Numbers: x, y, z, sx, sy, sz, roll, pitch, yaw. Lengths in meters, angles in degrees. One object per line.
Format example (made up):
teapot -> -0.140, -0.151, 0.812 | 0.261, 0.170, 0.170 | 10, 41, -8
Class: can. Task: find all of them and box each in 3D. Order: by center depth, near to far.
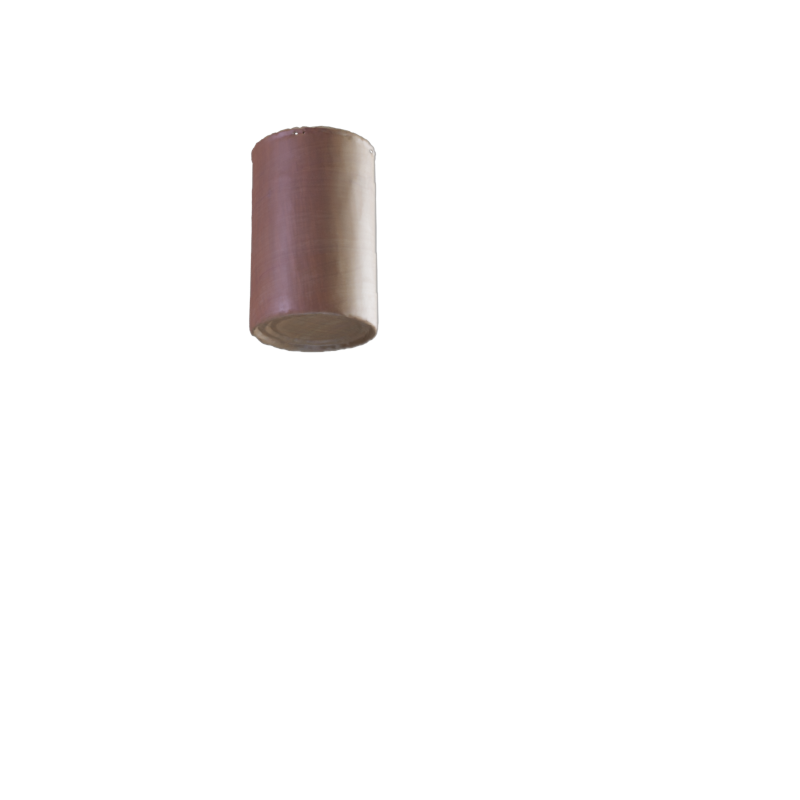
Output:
can -> -0.046, -0.083, 0.583 | 0.068, 0.107, 0.065 | 0, -20, -2
